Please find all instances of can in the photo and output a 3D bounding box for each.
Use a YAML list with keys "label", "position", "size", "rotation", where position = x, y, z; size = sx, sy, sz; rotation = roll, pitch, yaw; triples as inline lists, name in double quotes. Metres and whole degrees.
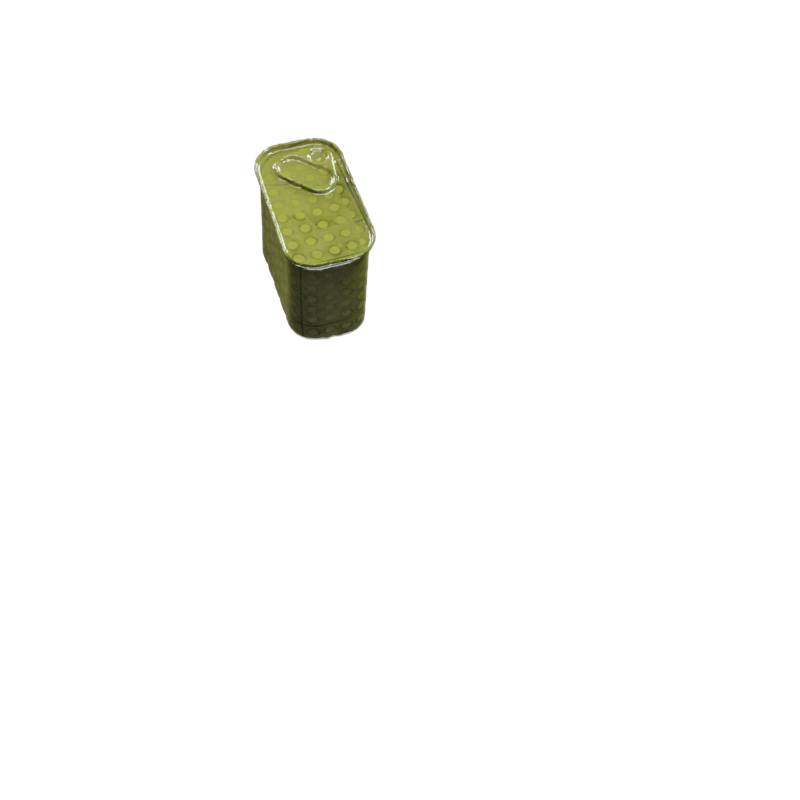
- label: "can"
  position: [-0.055, -0.101, 0.705]
  size: [0.057, 0.110, 0.078]
  rotation: [-13, -34, -12]
